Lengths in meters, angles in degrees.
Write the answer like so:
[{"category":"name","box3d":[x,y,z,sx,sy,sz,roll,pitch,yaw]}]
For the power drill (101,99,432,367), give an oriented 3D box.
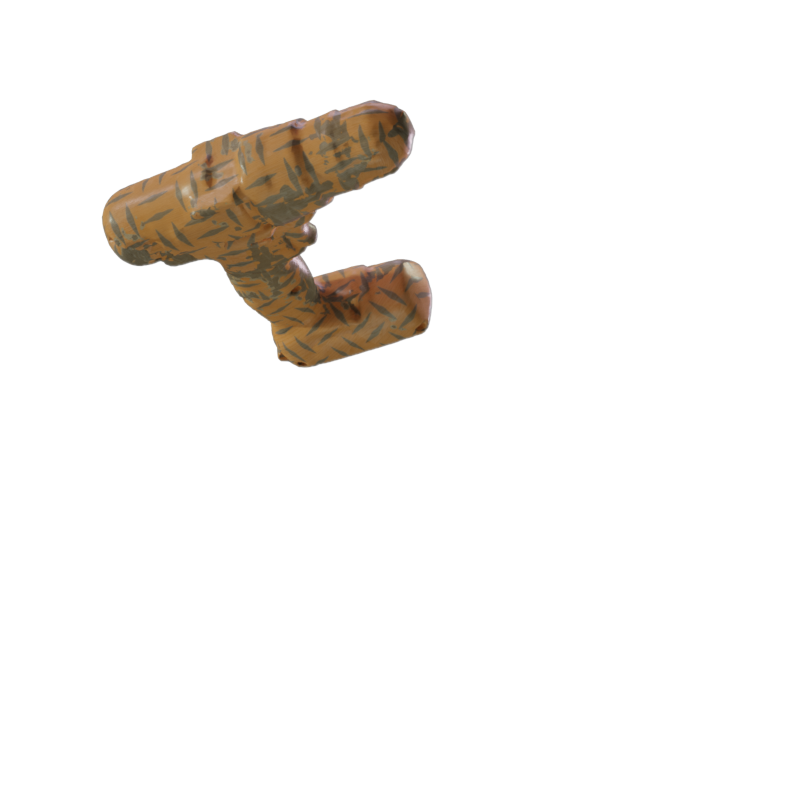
[{"category":"power drill","box3d":[-0.051,-0.092,0.647,0.187,0.061,0.173,-14,-32,22]}]
